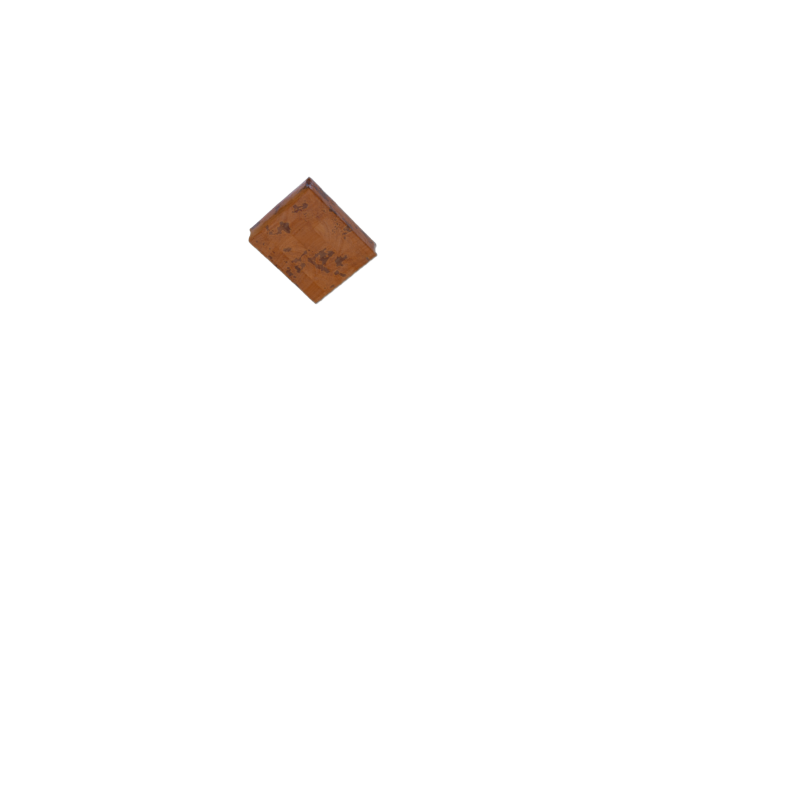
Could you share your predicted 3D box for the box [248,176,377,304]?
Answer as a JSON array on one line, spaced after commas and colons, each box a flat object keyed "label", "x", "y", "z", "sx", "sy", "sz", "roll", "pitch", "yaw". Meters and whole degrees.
[{"label": "box", "x": -0.075, "y": -0.137, "z": 0.961, "sx": 0.072, "sy": 0.085, "sz": 0.032, "roll": -39, "pitch": 22, "yaw": 18}]
